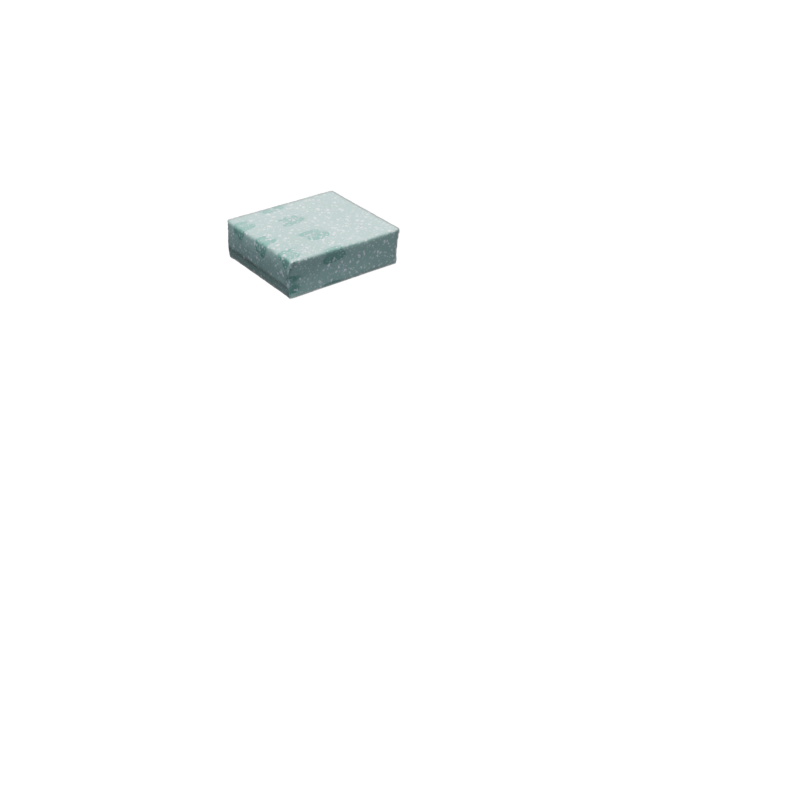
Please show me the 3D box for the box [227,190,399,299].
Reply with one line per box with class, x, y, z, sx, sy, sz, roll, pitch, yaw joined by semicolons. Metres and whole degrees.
box;-0.071;-0.130;0.908;0.112;0.037;0.096;-24;40;-33
